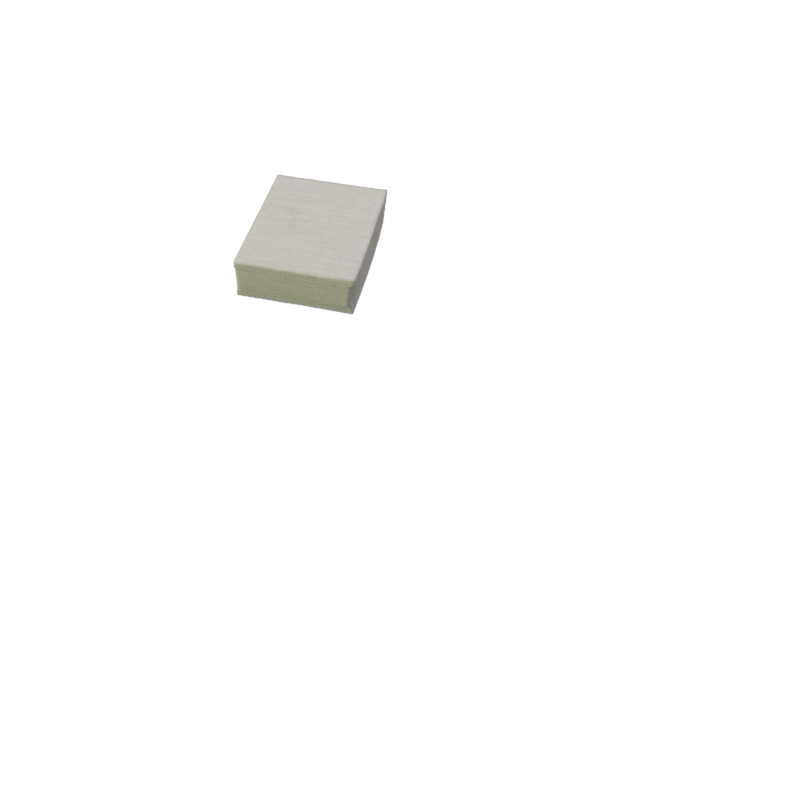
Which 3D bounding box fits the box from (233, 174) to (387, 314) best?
[{"bbox_3d":[-0.065,-0.118,0.829,0.091,0.036,0.120,9,43,9],"label":"box"}]
